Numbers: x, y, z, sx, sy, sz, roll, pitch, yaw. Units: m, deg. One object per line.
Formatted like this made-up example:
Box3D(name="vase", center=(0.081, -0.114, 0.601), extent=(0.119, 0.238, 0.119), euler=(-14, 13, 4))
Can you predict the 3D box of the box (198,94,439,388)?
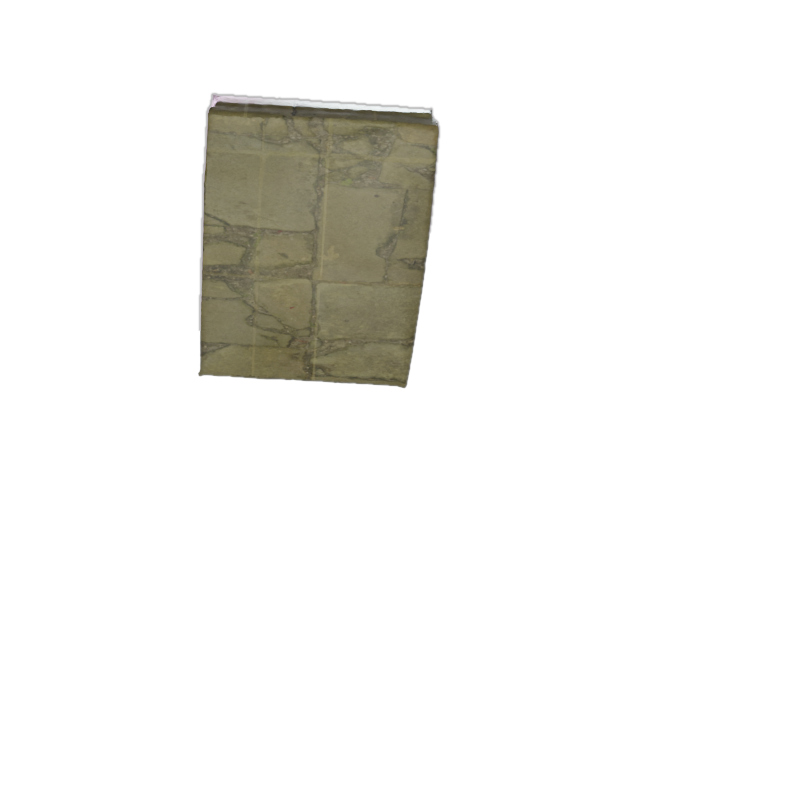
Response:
Box3D(name="box", center=(-0.035, -0.064, 0.447), extent=(0.090, 0.109, 0.040), euler=(5, 17, -2))
